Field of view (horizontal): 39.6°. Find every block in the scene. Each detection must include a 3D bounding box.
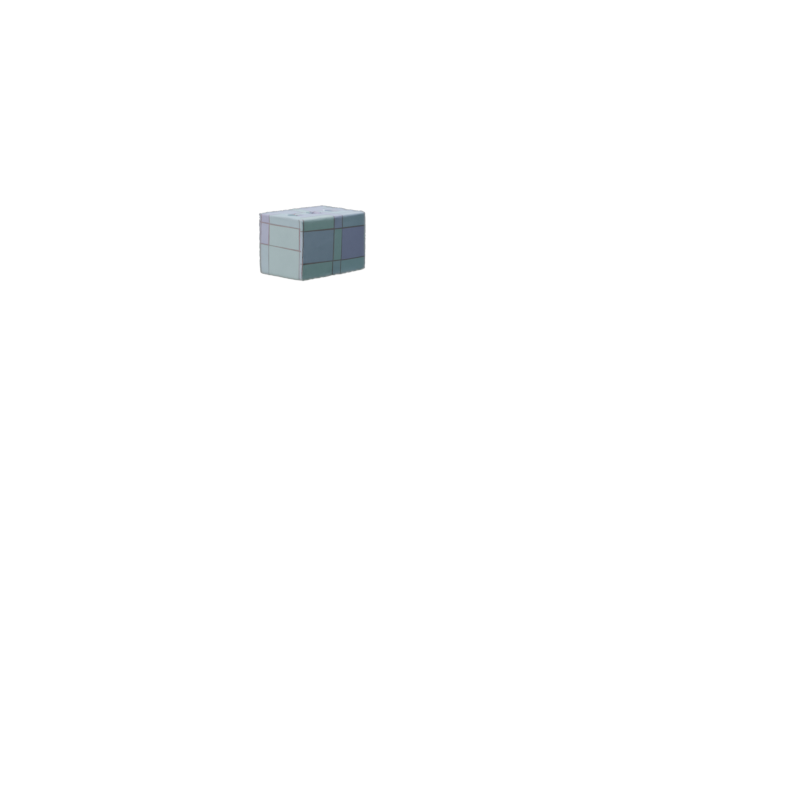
[{"bbox_3d":[-0.073,-0.132,0.927,0.055,0.050,0.076,12,18,40],"label":"block"}]
